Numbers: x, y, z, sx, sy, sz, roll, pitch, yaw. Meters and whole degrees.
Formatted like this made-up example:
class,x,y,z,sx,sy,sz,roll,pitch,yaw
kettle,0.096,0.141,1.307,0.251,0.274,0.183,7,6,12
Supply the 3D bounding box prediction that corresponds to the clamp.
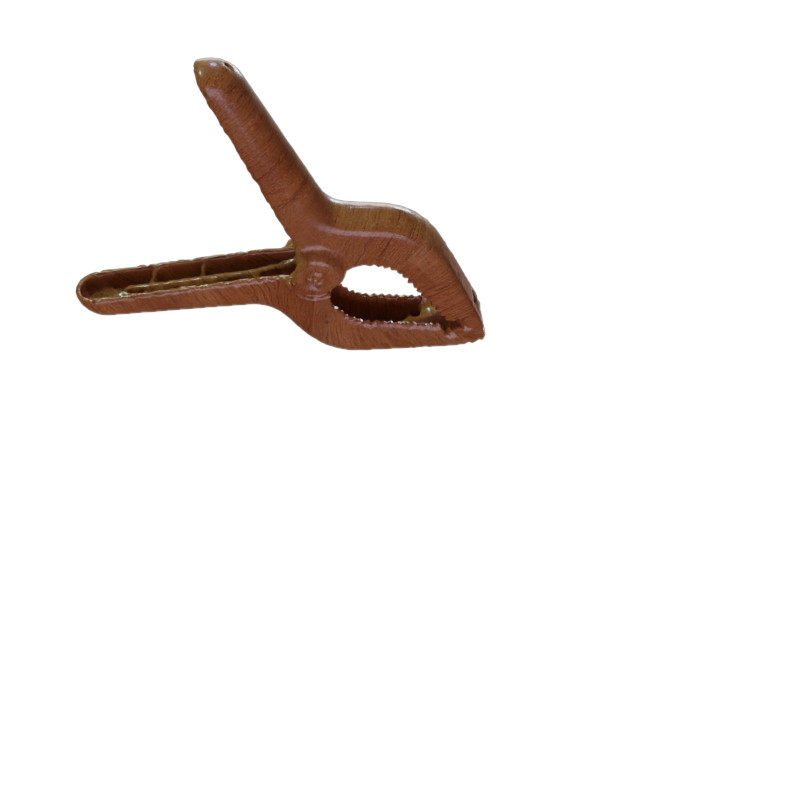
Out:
class,x,y,z,sx,sy,sz,roll,pitch,yaw
clamp,-0.044,-0.080,0.562,0.204,0.039,0.158,16,-47,-15
